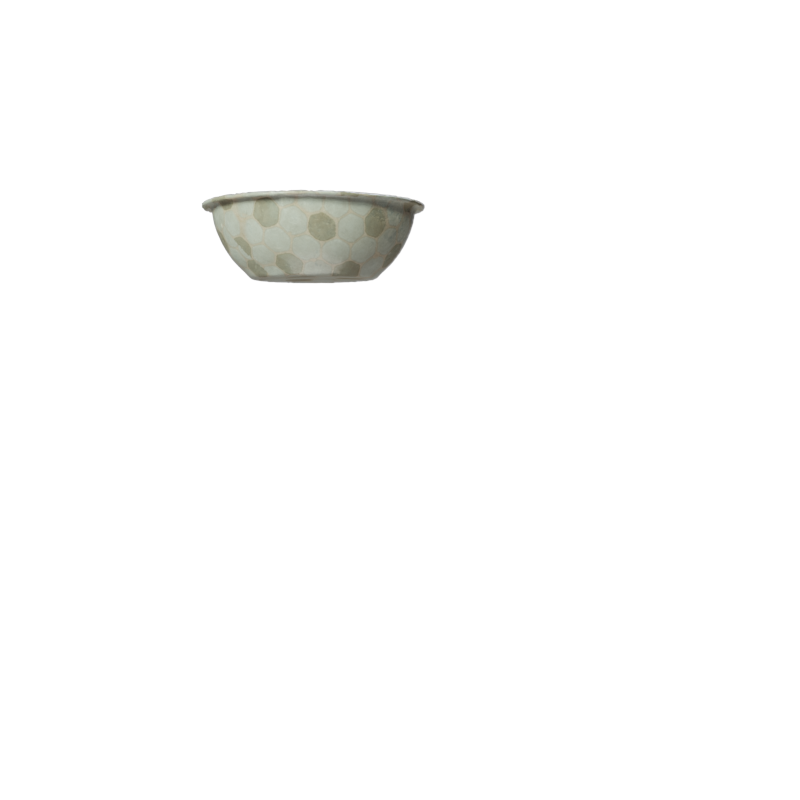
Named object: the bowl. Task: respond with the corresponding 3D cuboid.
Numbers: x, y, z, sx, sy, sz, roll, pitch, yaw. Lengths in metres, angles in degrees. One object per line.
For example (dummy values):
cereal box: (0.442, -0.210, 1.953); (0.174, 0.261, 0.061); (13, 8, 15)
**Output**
bowl: (-0.063, -0.114, 0.800); (0.162, 0.055, 0.162); (0, 2, -2)
